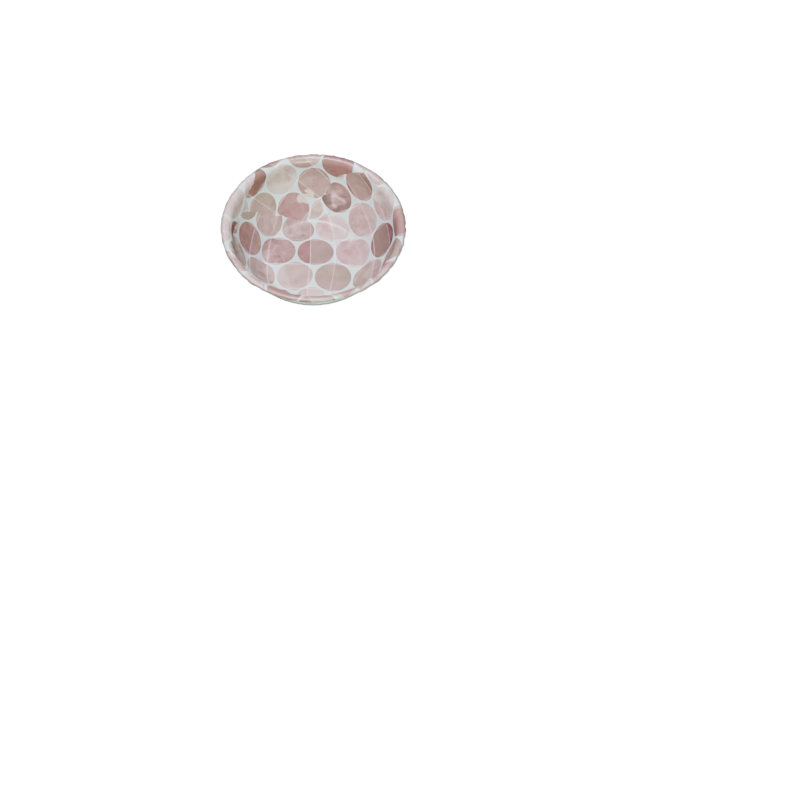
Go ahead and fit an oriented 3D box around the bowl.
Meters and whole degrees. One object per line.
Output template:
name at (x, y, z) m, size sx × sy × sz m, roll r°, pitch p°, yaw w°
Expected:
bowl at (-0.077, -0.141, 0.986) m, size 0.162 × 0.173 × 0.051 m, roll -1°, pitch -34°, yaw -1°
